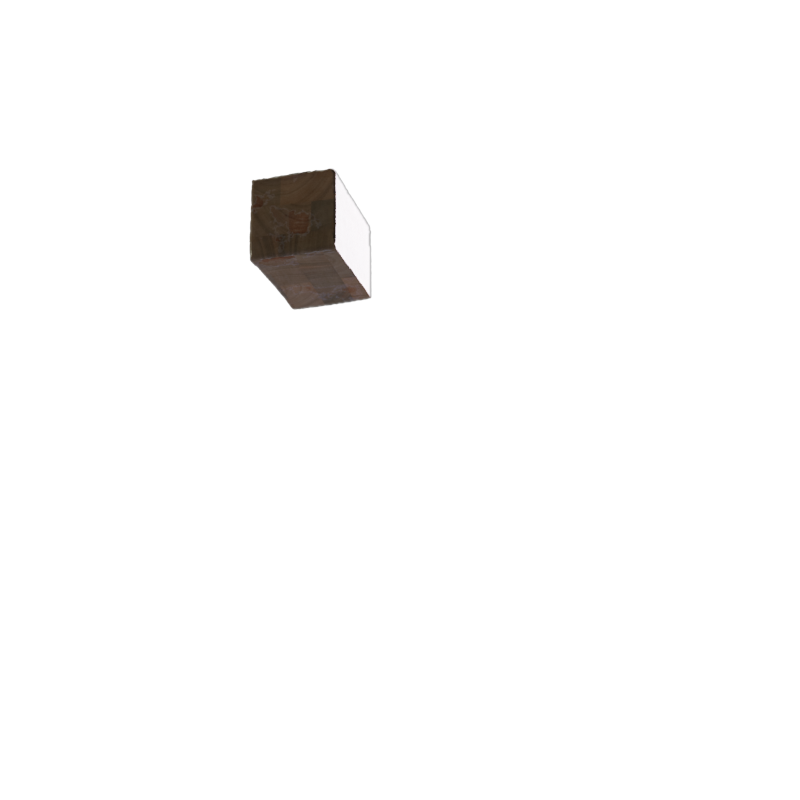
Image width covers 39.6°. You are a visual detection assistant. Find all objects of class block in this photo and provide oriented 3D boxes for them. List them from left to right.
[{"bbox_3d":[-0.051,-0.093,0.655,0.053,0.054,0.073,-7,-22,13],"label":"block"}]
